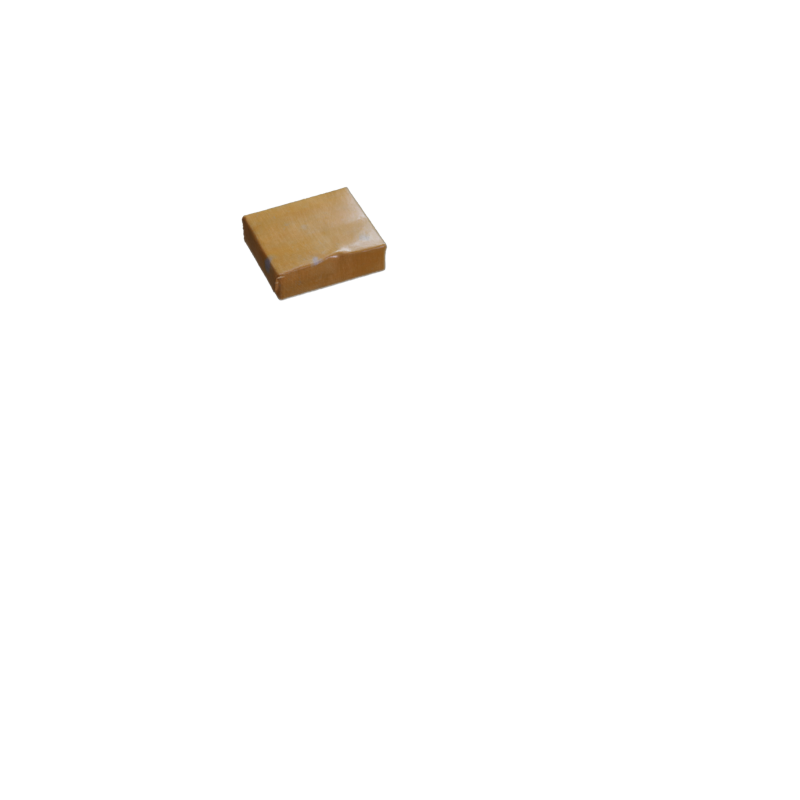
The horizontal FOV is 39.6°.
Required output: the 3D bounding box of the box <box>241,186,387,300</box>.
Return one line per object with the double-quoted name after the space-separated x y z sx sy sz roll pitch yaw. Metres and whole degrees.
-0.065 -0.118 0.828 0.088 0.028 0.079 -18 49 -17 "box"
